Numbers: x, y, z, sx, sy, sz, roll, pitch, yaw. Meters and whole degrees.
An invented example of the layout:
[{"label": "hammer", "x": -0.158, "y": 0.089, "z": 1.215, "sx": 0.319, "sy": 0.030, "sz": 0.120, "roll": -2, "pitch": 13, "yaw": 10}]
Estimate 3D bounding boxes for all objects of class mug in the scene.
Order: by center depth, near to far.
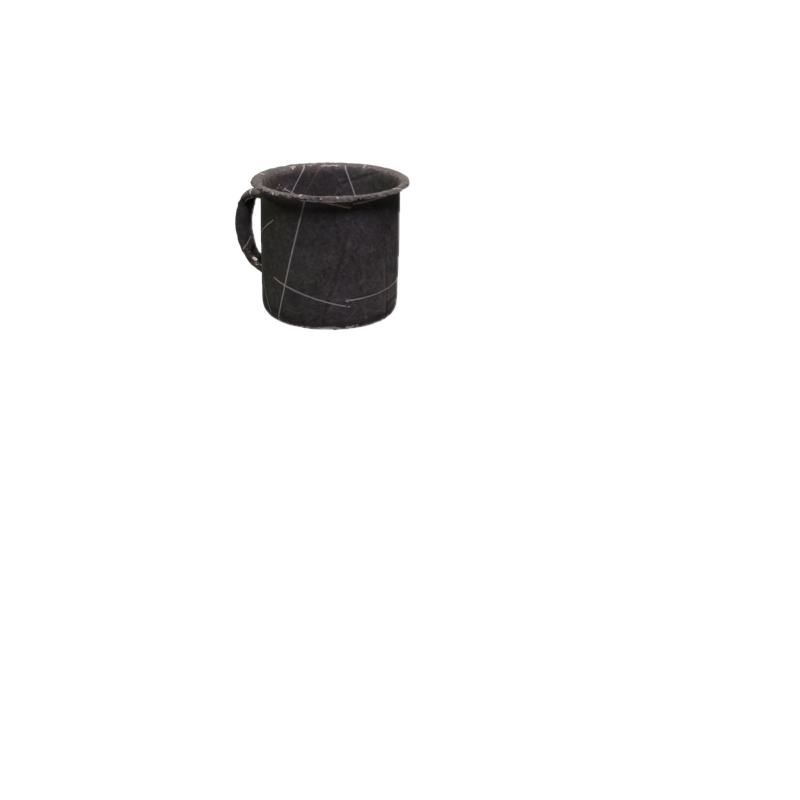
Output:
[{"label": "mug", "x": -0.052, "y": -0.095, "z": 0.665, "sx": 0.123, "sy": 0.078, "sz": 0.093, "roll": 14, "pitch": 24, "yaw": 30}]
